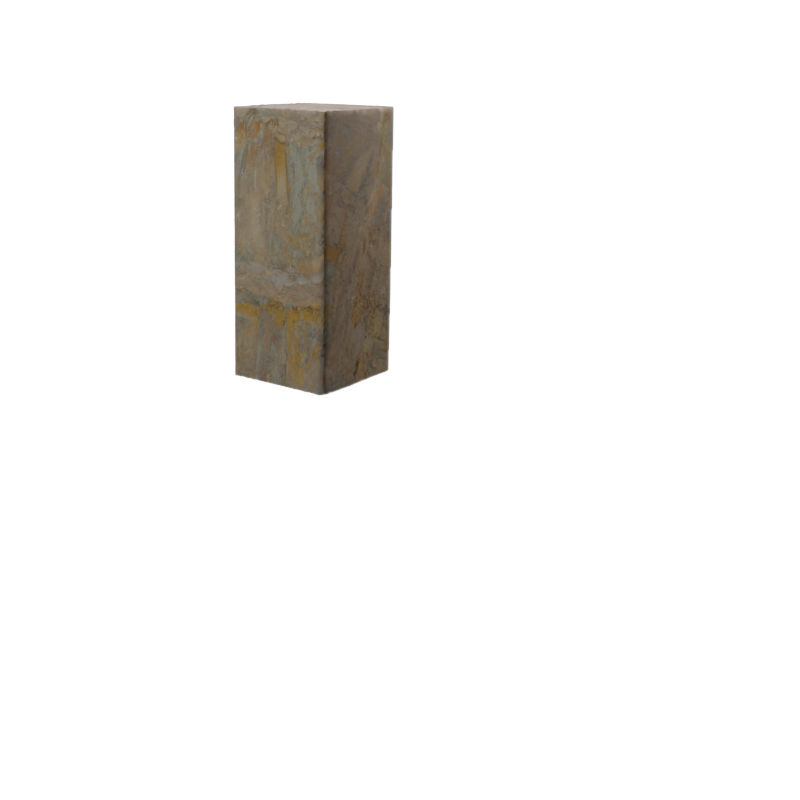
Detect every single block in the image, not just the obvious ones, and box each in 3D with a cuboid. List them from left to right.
[{"bbox_3d":[-0.066,-0.121,0.845,0.095,0.201,0.088,9,13,35],"label":"block"}]
